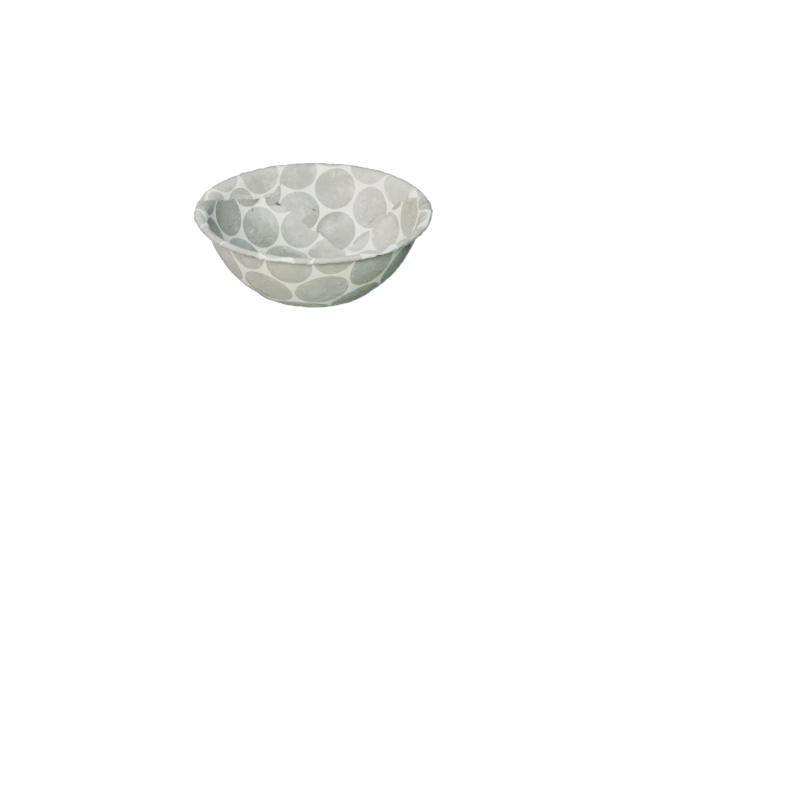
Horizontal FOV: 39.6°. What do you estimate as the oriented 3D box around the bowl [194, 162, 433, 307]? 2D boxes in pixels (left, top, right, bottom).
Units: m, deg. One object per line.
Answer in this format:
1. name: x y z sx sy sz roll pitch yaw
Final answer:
1. bowl: -0.060 -0.109 0.766 0.162 0.052 0.172 -1 32 -2
